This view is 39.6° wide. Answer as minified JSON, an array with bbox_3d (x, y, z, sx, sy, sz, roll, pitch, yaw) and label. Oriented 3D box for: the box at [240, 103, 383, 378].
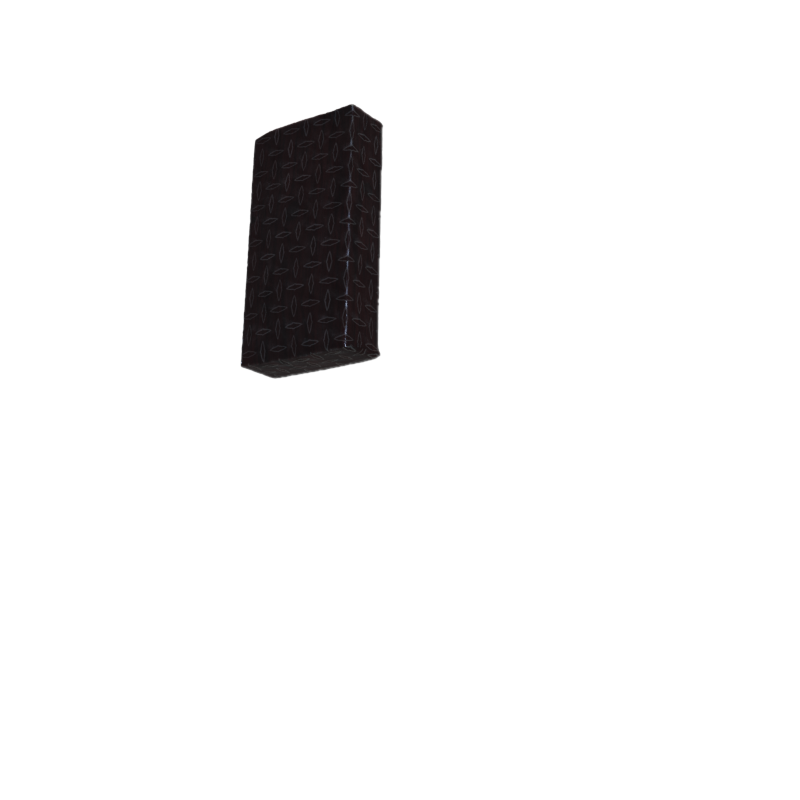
[{"bbox_3d":[-0.061,-0.110,0.769,0.095,0.184,0.045,-13,-22,33],"label":"box"}]
